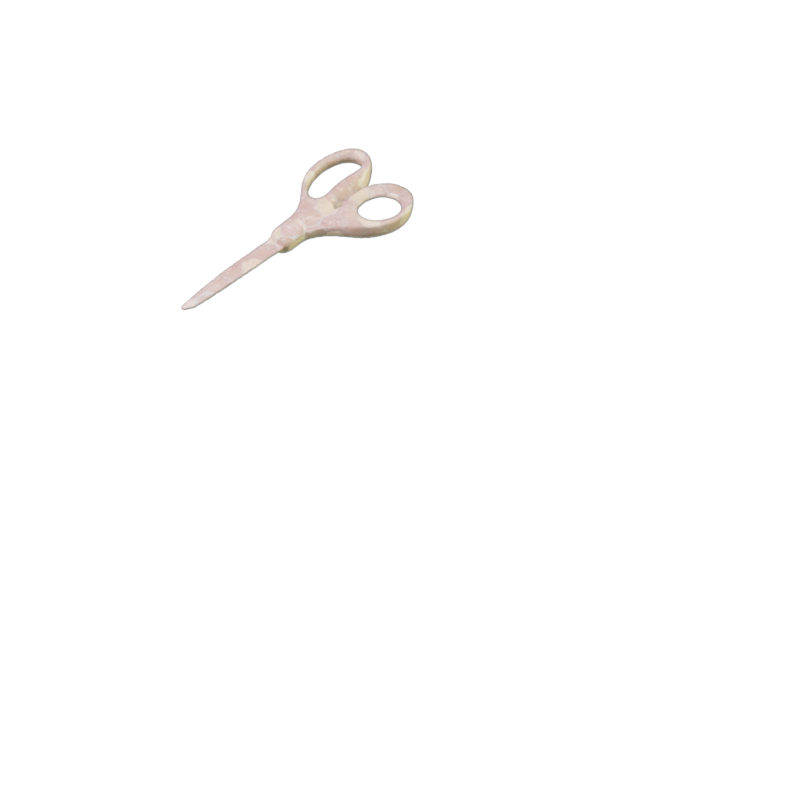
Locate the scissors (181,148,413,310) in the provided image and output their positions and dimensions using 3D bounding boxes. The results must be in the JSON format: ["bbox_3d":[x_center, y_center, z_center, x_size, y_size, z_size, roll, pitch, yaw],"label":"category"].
[{"bbox_3d":[-0.063,-0.115,0.803,0.100,0.209,0.015,21,-37,17],"label":"scissors"}]
